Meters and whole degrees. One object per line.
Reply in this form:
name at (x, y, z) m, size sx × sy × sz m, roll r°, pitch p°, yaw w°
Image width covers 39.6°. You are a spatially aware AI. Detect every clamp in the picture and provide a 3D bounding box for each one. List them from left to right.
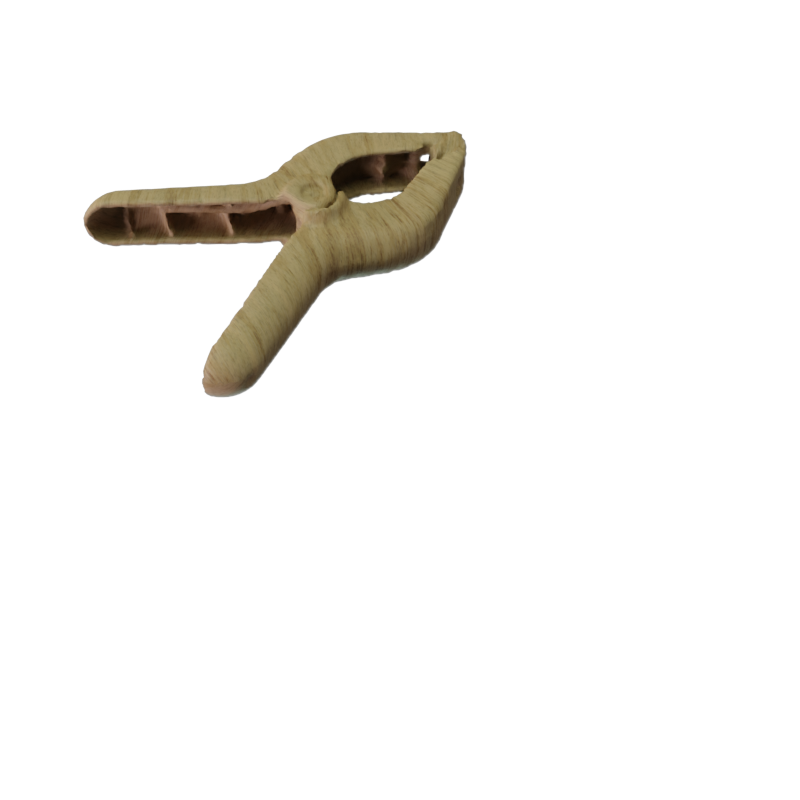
clamp at (-0.037, -0.067, 0.471) m, size 0.170 × 0.129 × 0.037 m, roll -21°, pitch -34°, yaw -15°
